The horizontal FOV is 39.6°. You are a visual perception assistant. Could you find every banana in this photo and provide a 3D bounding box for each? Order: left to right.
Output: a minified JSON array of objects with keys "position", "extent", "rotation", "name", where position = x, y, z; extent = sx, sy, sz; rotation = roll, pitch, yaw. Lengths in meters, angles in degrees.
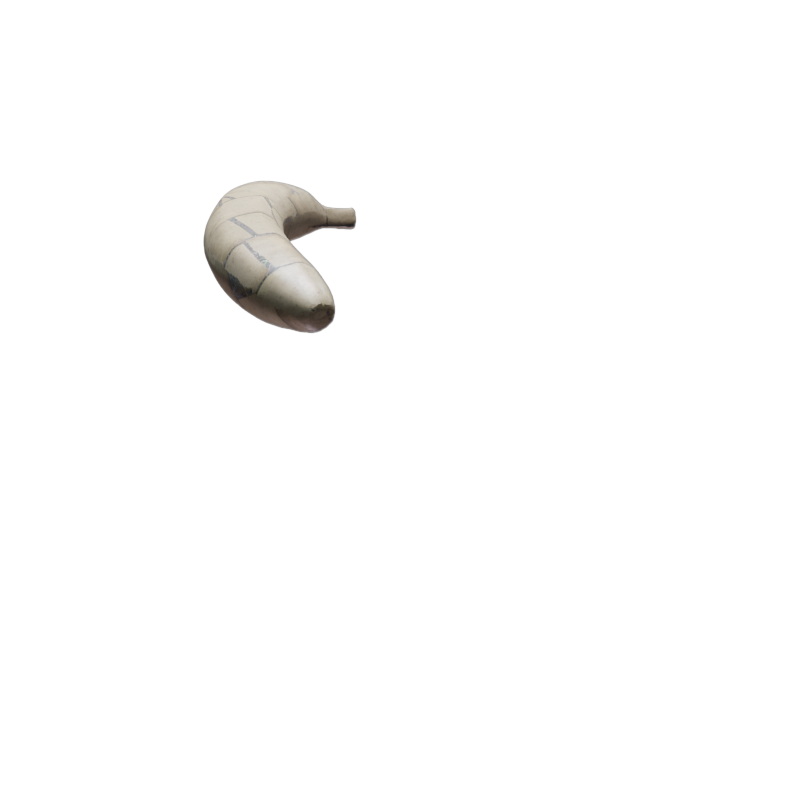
[{"position":[-0.059,-0.076,0.523],"extent":[0.070,0.035,0.205],"rotation":[1,22,1],"name":"banana"}]
